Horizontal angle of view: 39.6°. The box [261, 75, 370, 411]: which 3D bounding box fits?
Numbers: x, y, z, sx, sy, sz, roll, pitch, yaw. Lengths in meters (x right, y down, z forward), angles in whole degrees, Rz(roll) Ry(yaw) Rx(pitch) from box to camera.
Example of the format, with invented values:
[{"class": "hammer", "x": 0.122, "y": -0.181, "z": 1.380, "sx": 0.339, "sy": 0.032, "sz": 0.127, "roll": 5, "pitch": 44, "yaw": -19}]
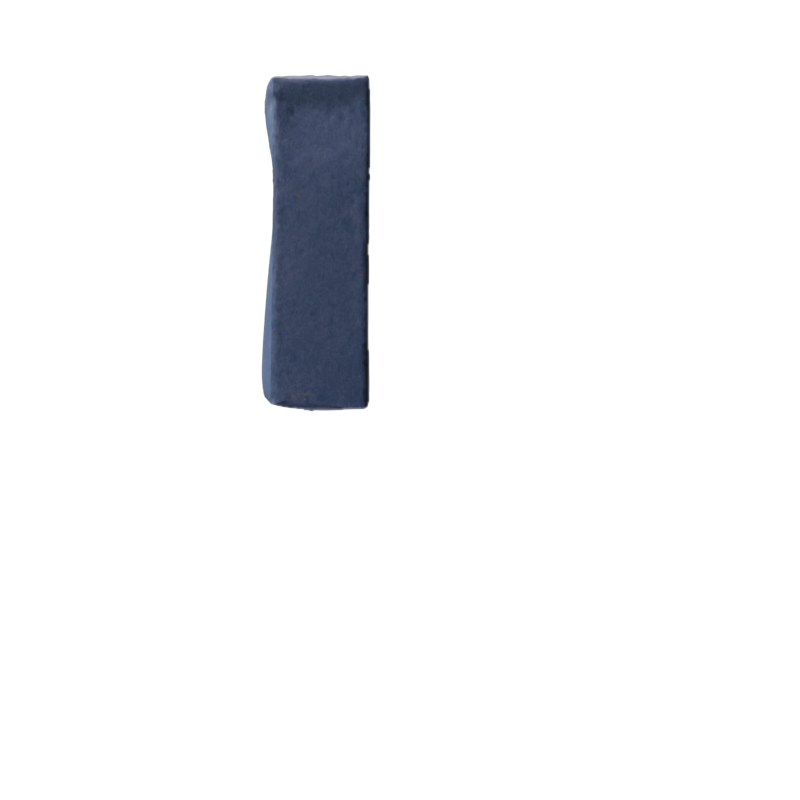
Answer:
[{"class": "box", "x": -0.061, "y": -0.111, "z": 0.777, "sx": 0.071, "sy": 0.213, "sz": 0.166, "roll": 0, "pitch": 4, "yaw": -6}]
